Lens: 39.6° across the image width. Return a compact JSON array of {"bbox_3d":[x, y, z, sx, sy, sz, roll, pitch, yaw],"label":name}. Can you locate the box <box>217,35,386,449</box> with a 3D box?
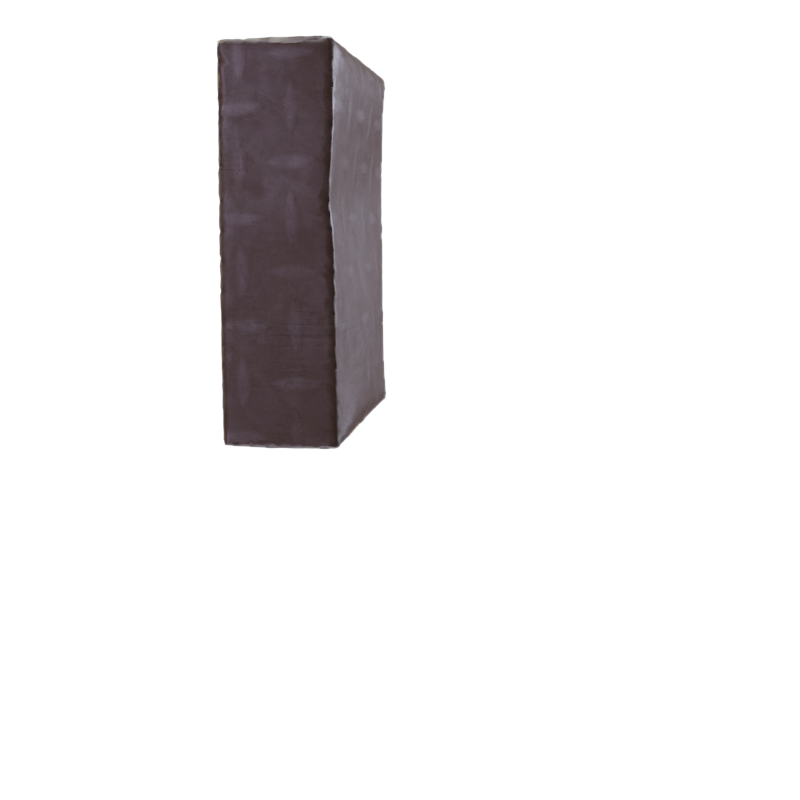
[{"bbox_3d":[-0.051,-0.093,0.648,0.073,0.213,0.163,0,4,9],"label":"box"}]
